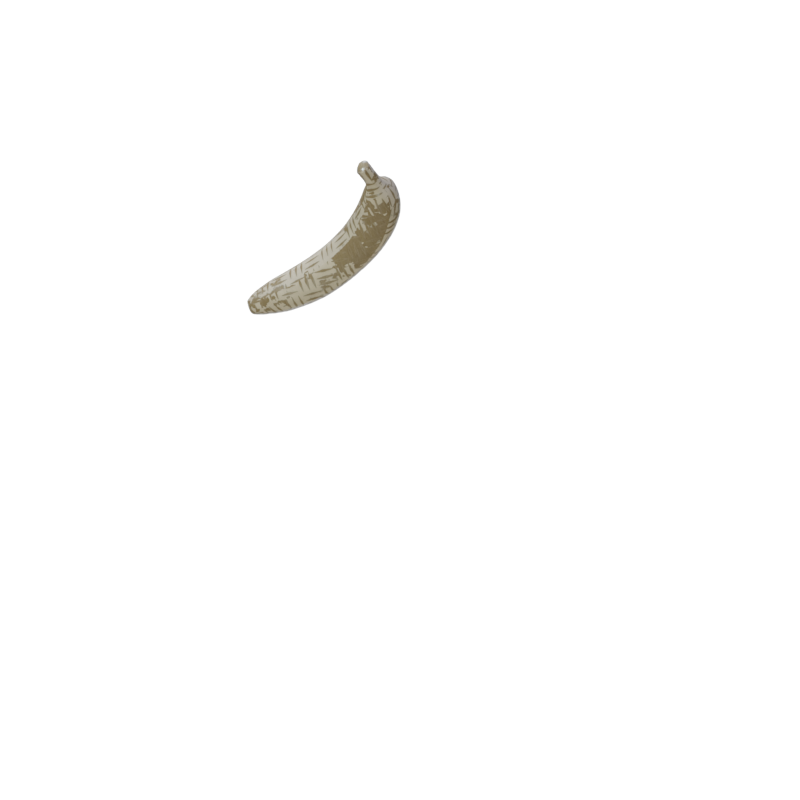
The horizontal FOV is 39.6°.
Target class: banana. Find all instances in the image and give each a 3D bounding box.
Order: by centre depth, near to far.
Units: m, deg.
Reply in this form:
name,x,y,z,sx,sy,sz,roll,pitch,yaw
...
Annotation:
name,x,y,z,sx,sy,sz,roll,pitch,yaw
banana,-0.055,-0.129,0.932,0.066,0.039,0.192,24,-48,-24
